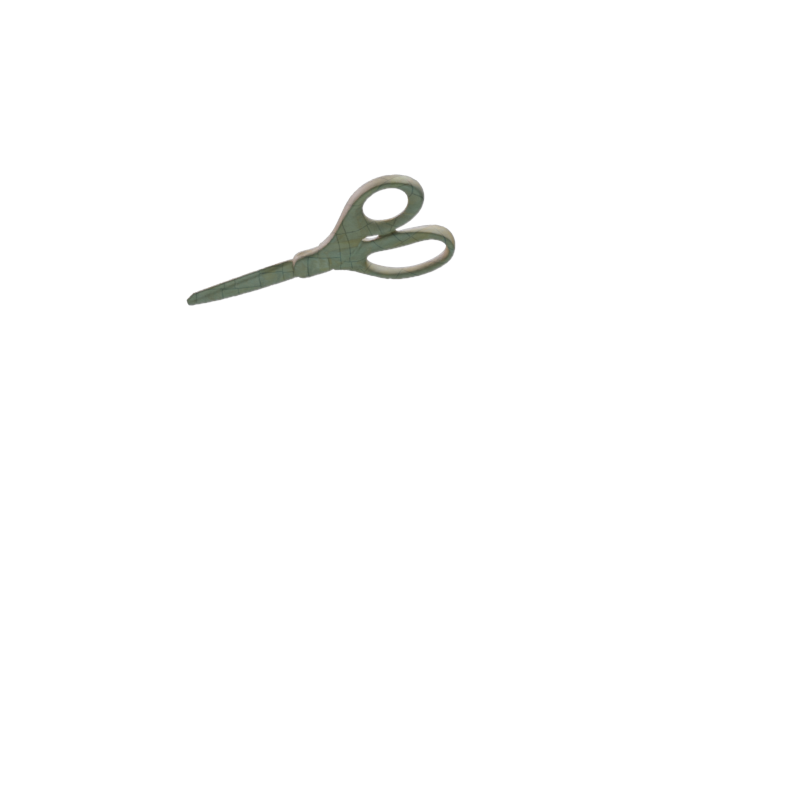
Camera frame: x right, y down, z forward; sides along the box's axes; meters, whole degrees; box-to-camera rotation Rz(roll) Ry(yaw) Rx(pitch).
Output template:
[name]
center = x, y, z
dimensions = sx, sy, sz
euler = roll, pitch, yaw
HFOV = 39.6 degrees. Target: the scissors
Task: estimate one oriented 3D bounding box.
[scissors]
center = -0.062, -0.113, 0.795
dimensions = 0.202, 0.089, 0.017
euler = -5, 40, 4
